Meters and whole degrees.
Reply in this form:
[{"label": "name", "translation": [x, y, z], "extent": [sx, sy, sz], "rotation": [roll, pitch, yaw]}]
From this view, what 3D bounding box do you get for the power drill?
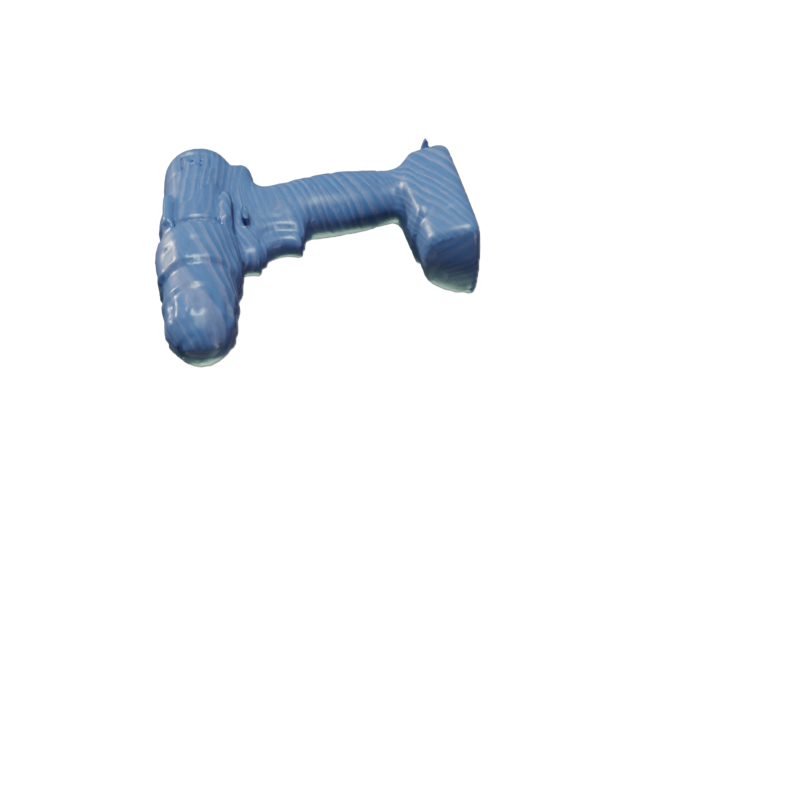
[{"label": "power drill", "translation": [-0.052, -0.094, 0.660], "extent": [0.186, 0.053, 0.199], "rotation": [-5, 42, -6]}]
